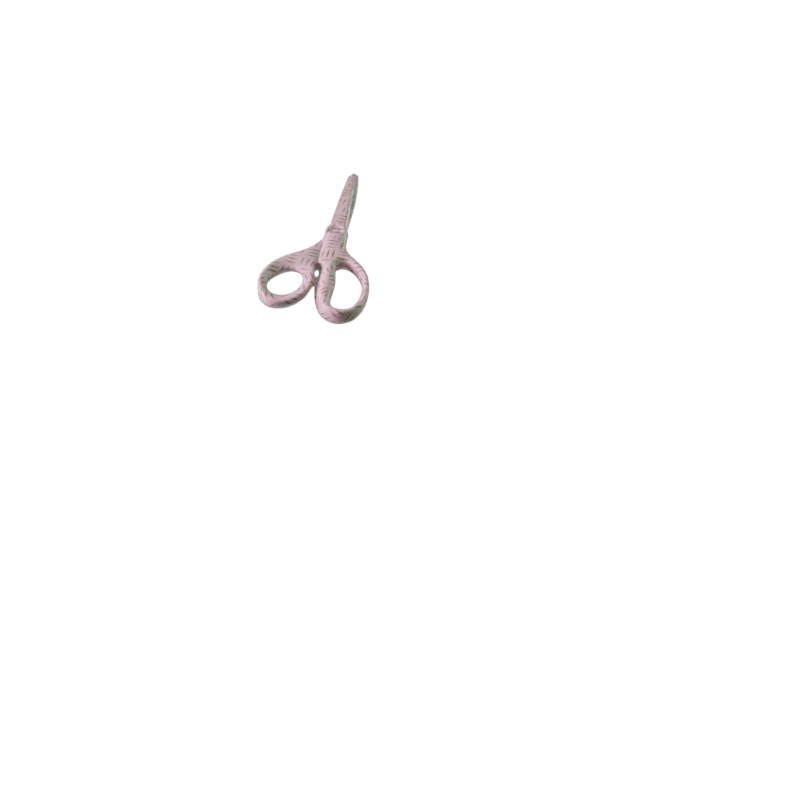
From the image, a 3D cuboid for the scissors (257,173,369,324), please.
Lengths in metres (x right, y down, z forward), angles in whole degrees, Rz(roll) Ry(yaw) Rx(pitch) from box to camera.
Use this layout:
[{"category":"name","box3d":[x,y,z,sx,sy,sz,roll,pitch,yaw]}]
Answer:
[{"category":"scissors","box3d":[-0.072,-0.131,0.915,0.096,0.015,0.217,-4,41,-5]}]
